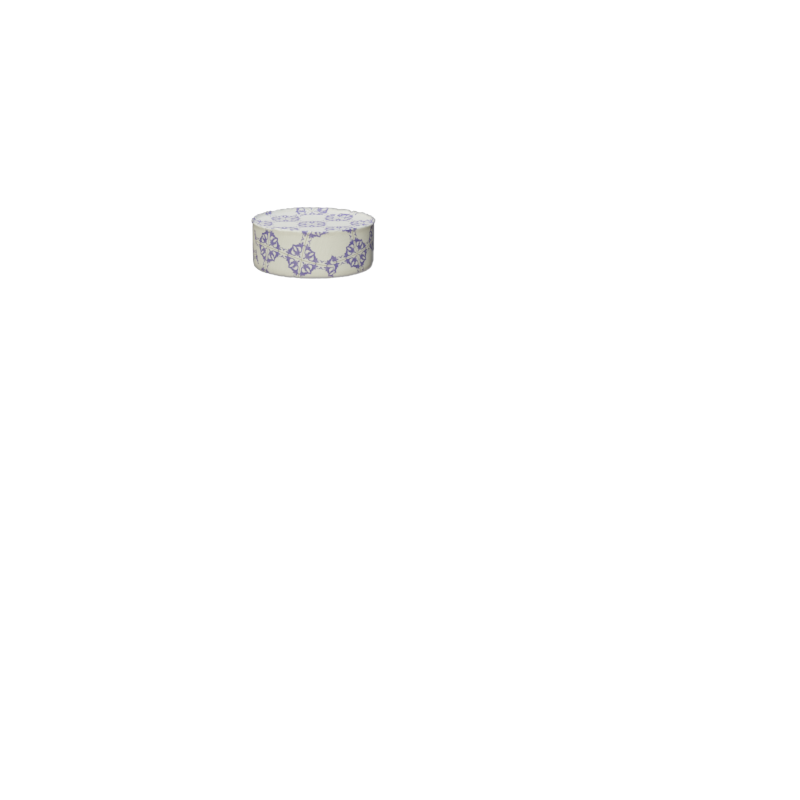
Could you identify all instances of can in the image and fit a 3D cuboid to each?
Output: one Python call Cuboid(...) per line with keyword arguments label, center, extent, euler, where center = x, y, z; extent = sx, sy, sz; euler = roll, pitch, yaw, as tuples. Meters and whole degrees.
Cuboid(label="can", center=(-0.060, -0.110, 0.771), extent=(0.086, 0.032, 0.089), euler=(-1, 19, -2))
